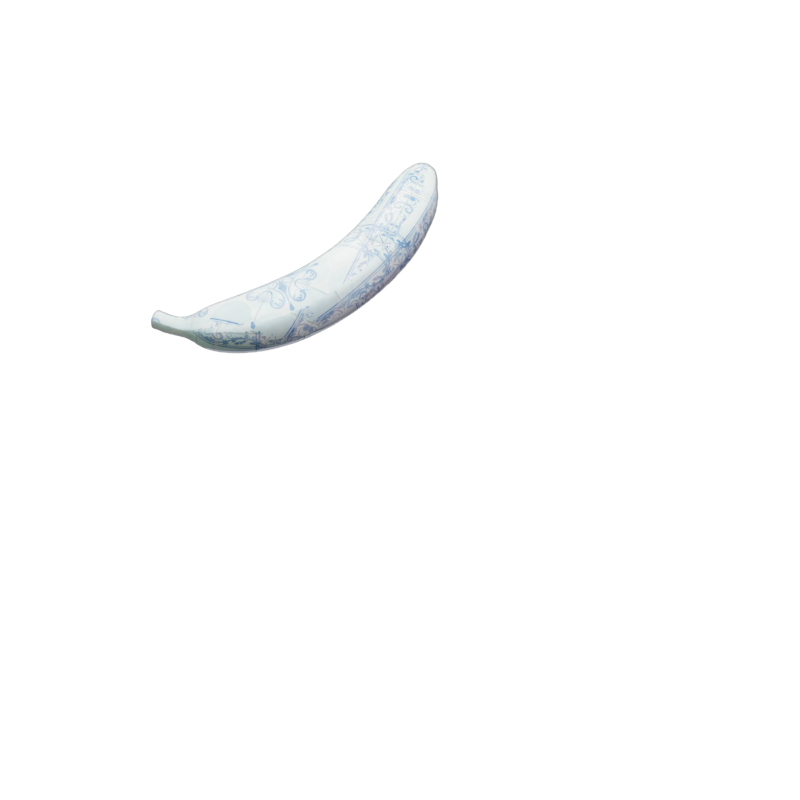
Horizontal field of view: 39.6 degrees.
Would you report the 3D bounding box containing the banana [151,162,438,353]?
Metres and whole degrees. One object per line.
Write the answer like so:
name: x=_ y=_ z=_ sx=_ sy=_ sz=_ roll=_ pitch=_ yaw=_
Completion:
banana: x=-0.042 y=-0.076 z=0.629 sx=0.198 sy=0.074 sz=0.034 roll=-32 pitch=-30 yaw=-21
